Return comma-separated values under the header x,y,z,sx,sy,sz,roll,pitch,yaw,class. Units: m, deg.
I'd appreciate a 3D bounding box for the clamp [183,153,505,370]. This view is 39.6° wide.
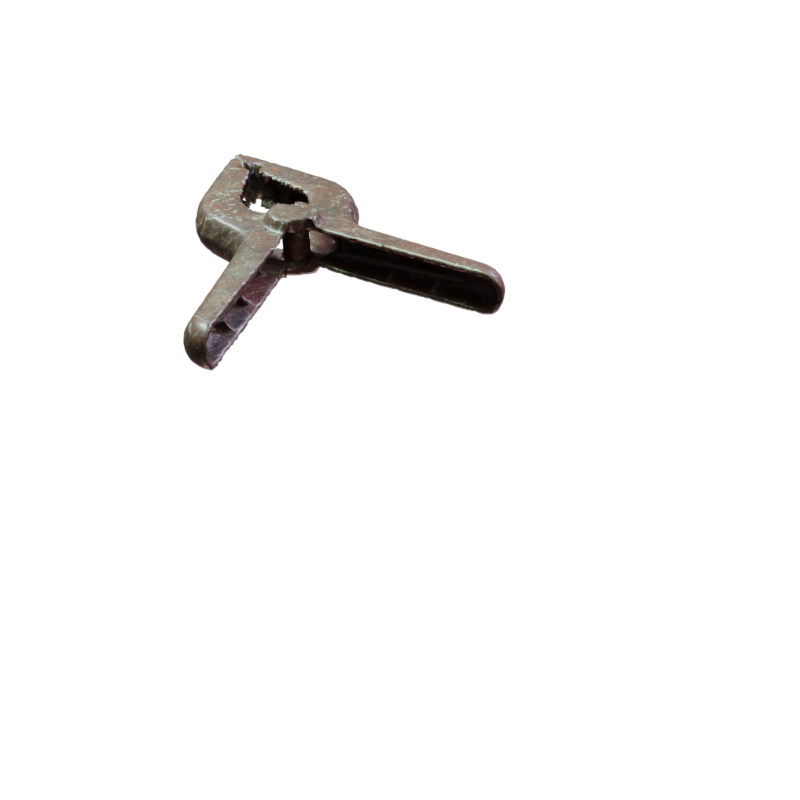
x,y,z,sx,sy,sz,roll,pitch,yaw,class
-0.048,-0.088,0.616,0.162,0.034,0.226,-8,33,-12,clamp
